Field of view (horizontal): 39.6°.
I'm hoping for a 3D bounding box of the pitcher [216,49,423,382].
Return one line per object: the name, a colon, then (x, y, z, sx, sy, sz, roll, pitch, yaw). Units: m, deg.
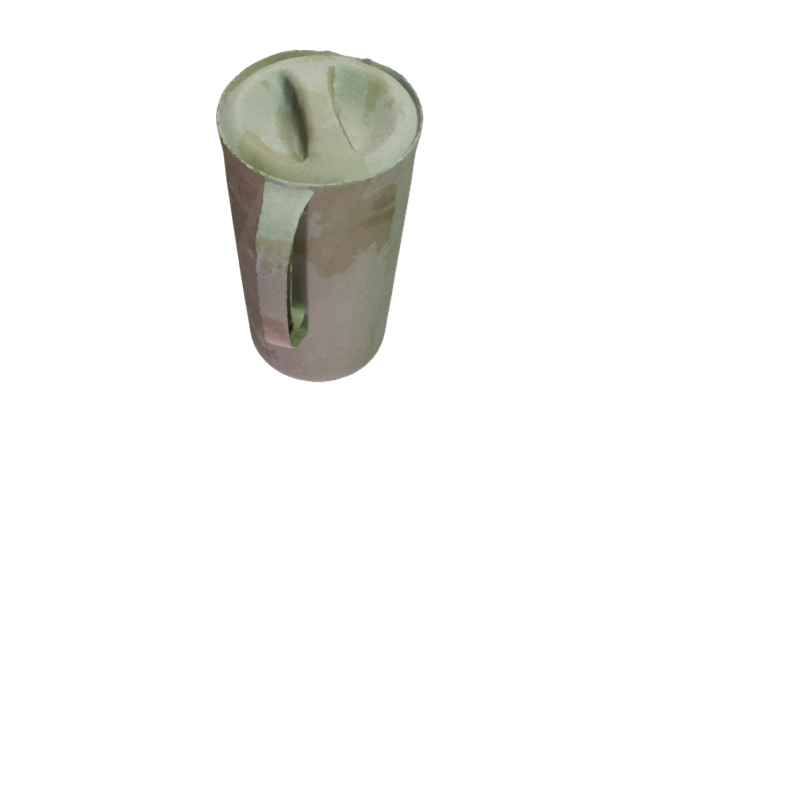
pitcher: (-0.062, -0.113, 0.792, 0.148, 0.156, 0.227, -25, -32, -20)
